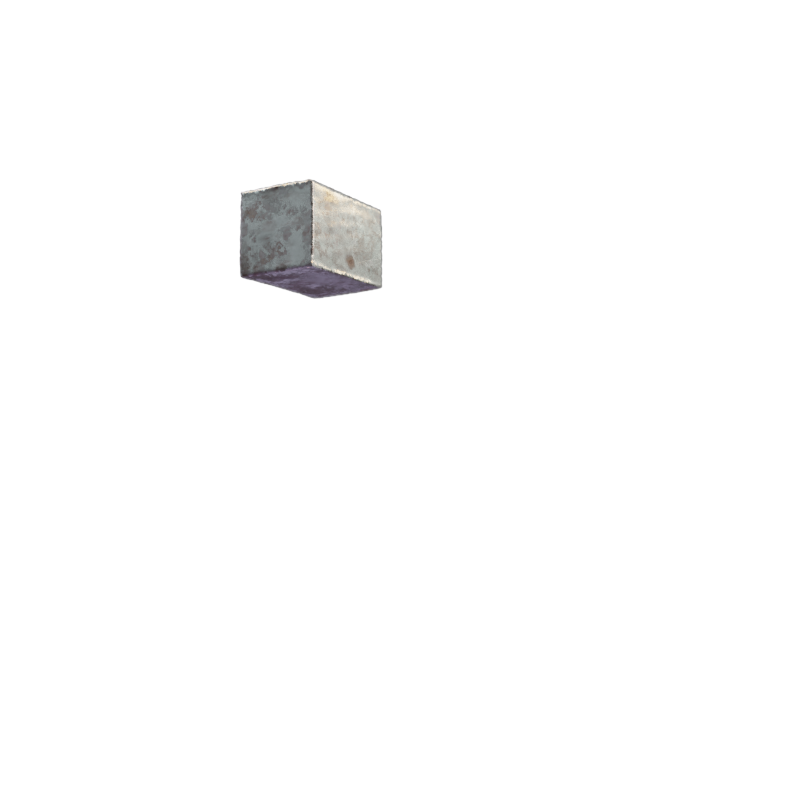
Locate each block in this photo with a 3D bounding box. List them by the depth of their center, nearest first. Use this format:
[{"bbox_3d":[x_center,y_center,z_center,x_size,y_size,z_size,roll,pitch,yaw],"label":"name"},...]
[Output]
[{"bbox_3d":[-0.051,-0.094,0.656,0.054,0.053,0.074,-7,-11,30],"label":"block"}]
